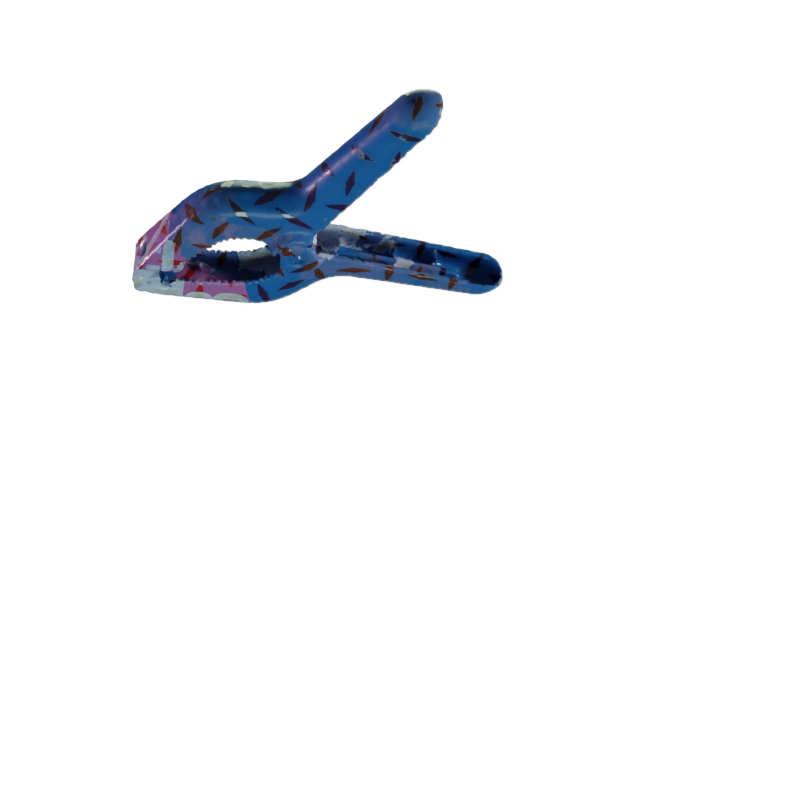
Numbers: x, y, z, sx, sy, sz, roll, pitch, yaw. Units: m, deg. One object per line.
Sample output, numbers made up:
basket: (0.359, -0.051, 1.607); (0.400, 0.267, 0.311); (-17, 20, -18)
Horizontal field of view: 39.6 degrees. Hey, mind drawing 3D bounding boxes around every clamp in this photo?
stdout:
clamp: (-0.049, -0.090, 0.628); (0.212, 0.039, 0.152); (-13, -35, 20)
